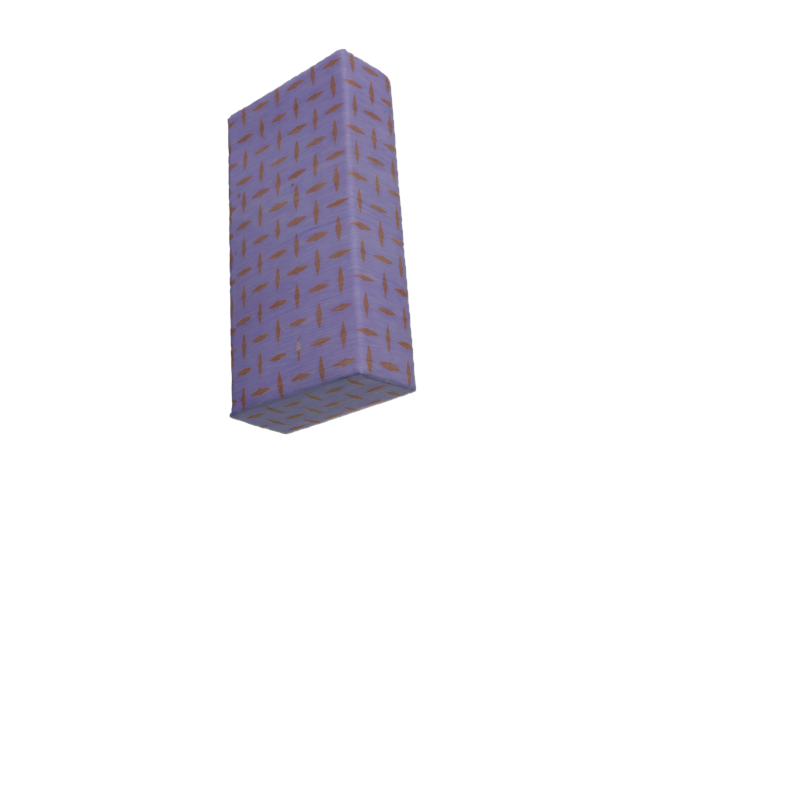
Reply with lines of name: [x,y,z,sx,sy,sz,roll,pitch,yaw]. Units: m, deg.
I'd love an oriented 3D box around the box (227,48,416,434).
box: [-0.044,-0.081,0.564,0.094,0.186,0.045,-22,-32,37]
